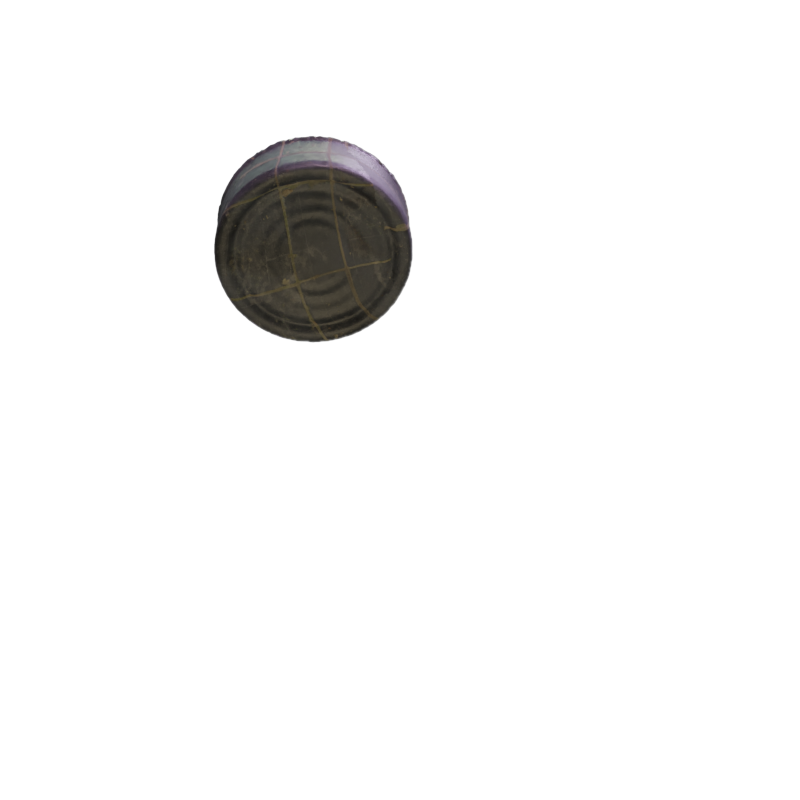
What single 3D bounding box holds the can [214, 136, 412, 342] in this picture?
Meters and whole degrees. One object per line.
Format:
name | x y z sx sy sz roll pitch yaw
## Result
can | -0.038 -0.069 0.481 0.086 0.081 0.036 1 27 -1
